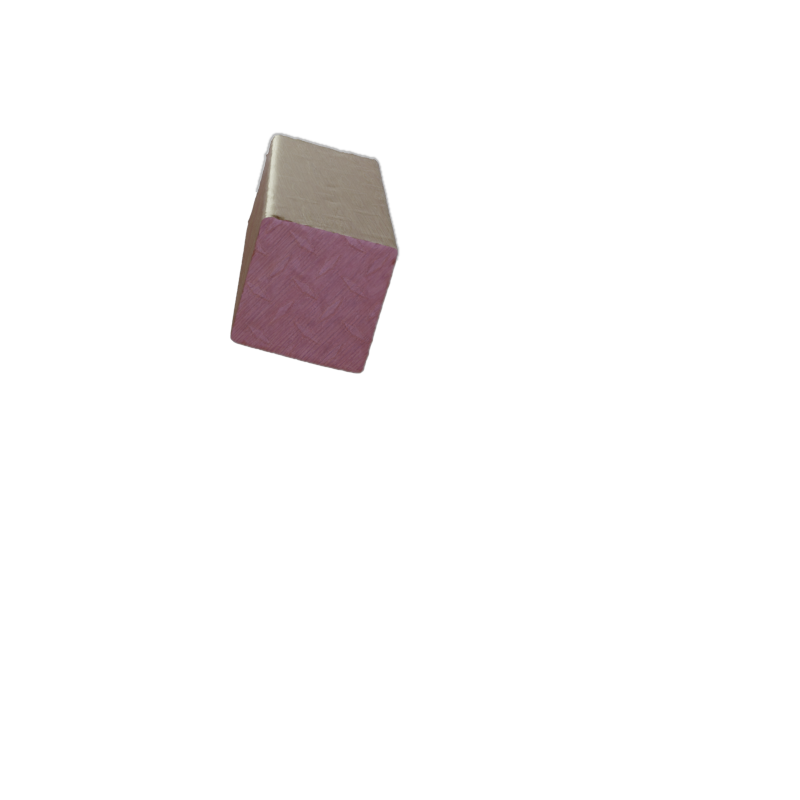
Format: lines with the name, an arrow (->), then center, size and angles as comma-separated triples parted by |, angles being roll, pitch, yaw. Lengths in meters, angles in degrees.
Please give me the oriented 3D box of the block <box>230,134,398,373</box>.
block -> -0.062, -0.112, 0.786 | 0.089, 0.087, 0.217 | 13, 24, -10
